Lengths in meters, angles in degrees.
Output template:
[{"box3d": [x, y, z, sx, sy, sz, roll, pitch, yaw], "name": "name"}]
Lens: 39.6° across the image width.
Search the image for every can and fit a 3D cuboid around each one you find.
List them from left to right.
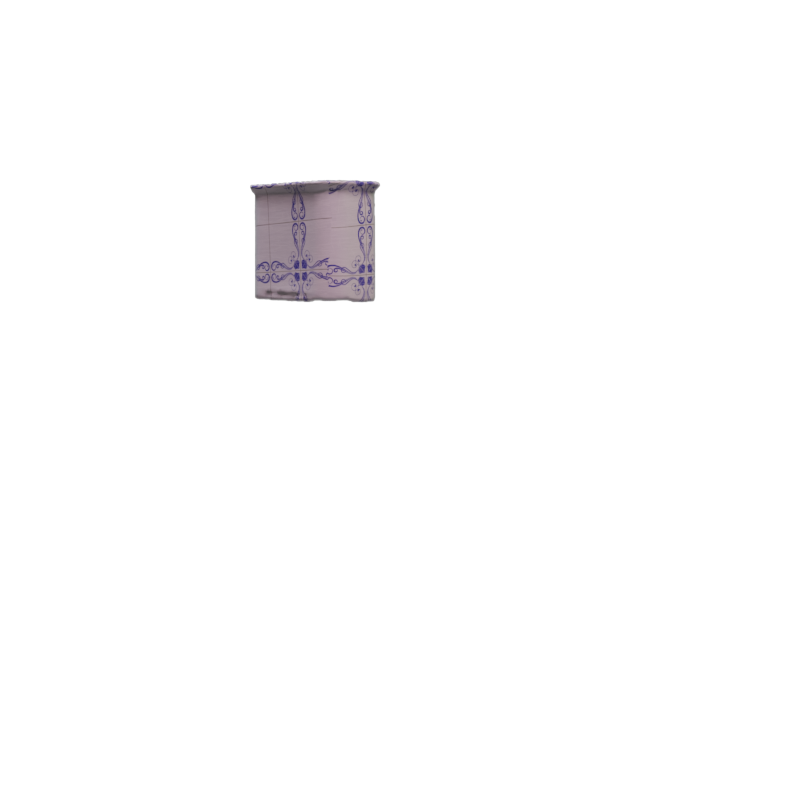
[{"box3d": [-0.062, -0.113, 0.794, 0.055, 0.084, 0.106, -2, 5, -41], "name": "can"}]
